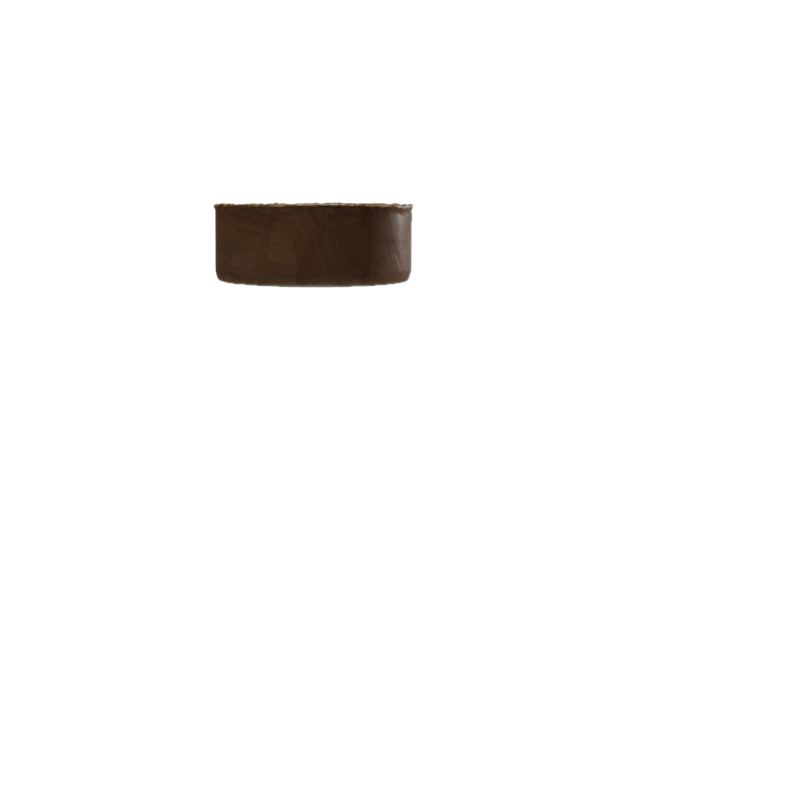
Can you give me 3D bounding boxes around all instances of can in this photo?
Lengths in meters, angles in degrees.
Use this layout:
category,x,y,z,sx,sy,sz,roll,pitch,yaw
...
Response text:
category,x,y,z,sx,sy,sz,roll,pitch,yaw
can,-0.037,-0.068,0.478,0.086,0.033,0.087,0,9,-2
